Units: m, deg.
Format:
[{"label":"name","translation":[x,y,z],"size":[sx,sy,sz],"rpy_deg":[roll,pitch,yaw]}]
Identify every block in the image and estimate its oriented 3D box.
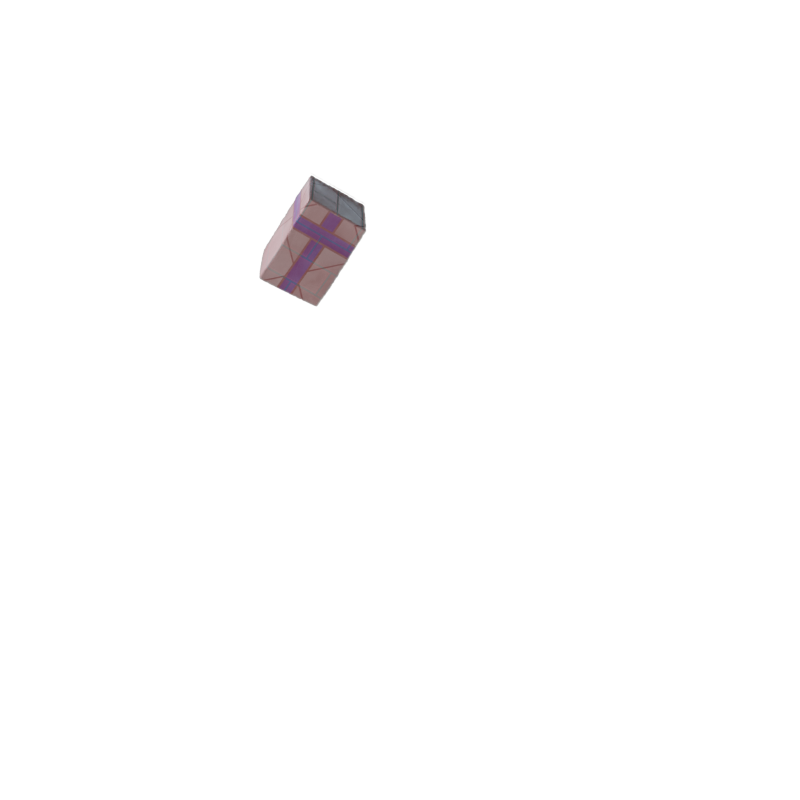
[{"label":"block","translation":[-0.068,-0.124,0.866],"size":[0.051,0.076,0.054],"rpy_deg":[29,22,-16]}]
